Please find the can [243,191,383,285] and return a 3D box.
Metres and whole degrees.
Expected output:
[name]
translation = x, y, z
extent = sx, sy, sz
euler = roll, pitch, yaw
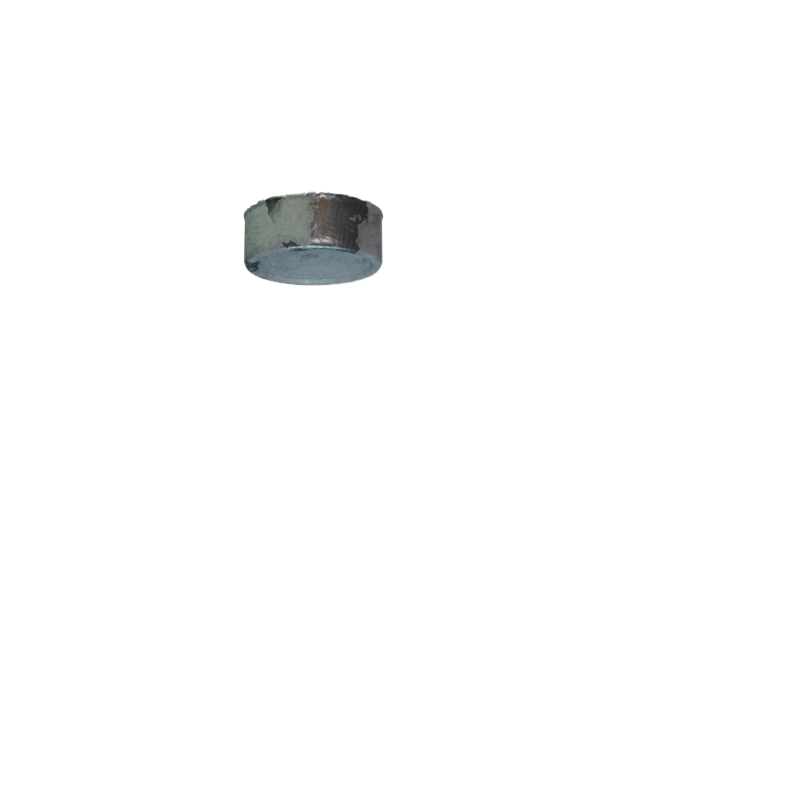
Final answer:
[can]
translation = -0.053, -0.097, 0.677
extent = 0.086, 0.035, 0.083
euler = 0, -11, -2
